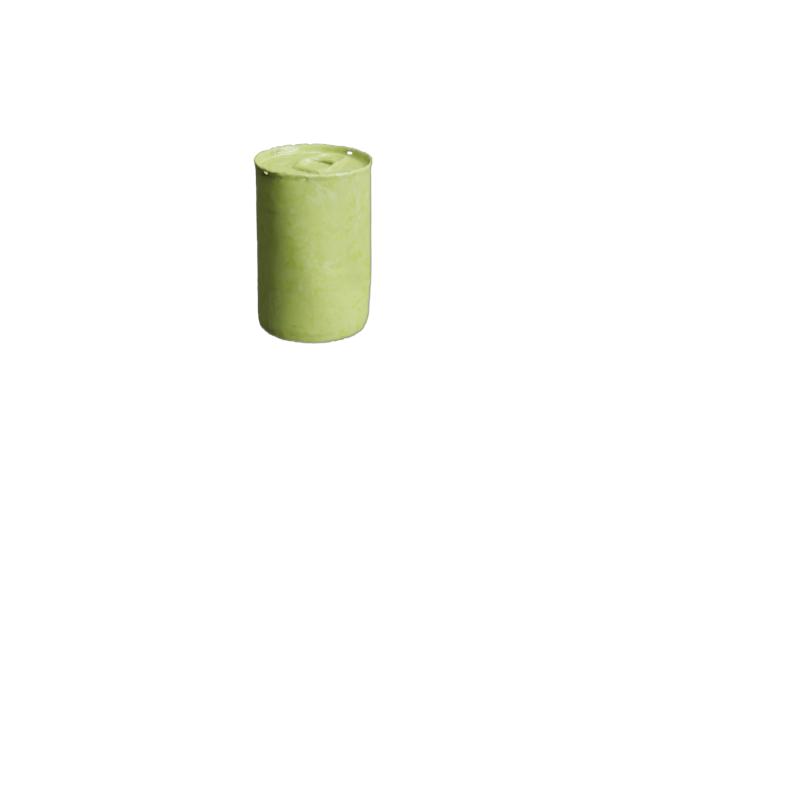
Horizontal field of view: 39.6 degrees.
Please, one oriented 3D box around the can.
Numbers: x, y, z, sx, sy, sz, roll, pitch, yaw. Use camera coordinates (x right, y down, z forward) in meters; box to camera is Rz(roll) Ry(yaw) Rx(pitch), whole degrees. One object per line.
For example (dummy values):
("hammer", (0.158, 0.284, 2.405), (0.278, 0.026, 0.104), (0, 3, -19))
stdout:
("can", (-0.051, -0.093, 0.650), (0.068, 0.097, 0.072), (0, 23, -2))
